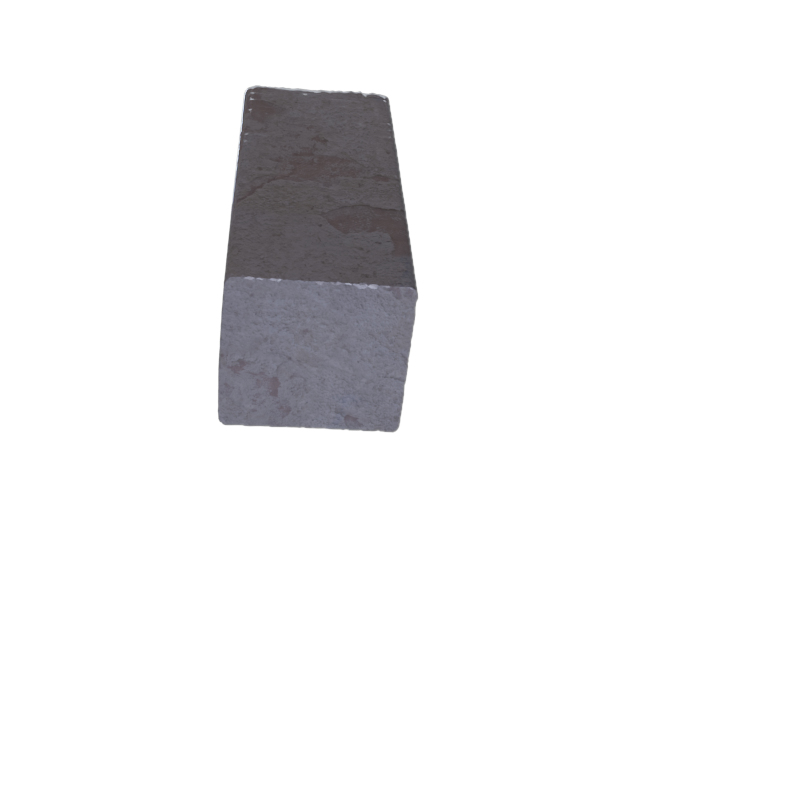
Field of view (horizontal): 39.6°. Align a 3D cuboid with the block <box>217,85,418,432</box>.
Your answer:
[{"bbox_3d":[-0.048,-0.087,0.606,0.090,0.085,0.221,2,37,-6],"label":"block"}]
